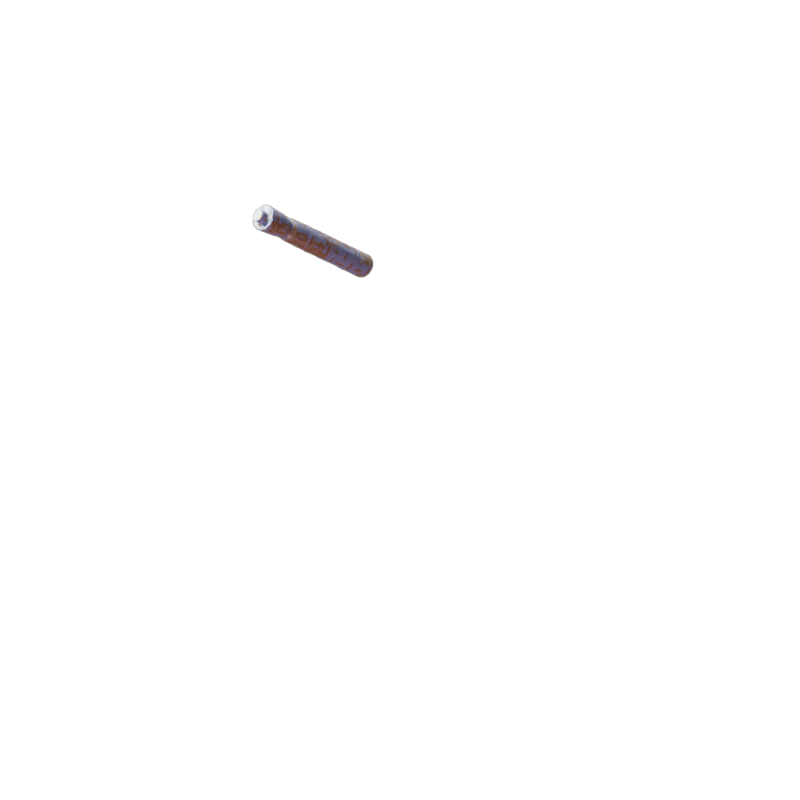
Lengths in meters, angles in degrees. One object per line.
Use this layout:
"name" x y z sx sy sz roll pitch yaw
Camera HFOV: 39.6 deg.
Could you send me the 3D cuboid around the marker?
"marker" -0.062 -0.113 0.793 0.021 0.020 0.113 3 -10 40
